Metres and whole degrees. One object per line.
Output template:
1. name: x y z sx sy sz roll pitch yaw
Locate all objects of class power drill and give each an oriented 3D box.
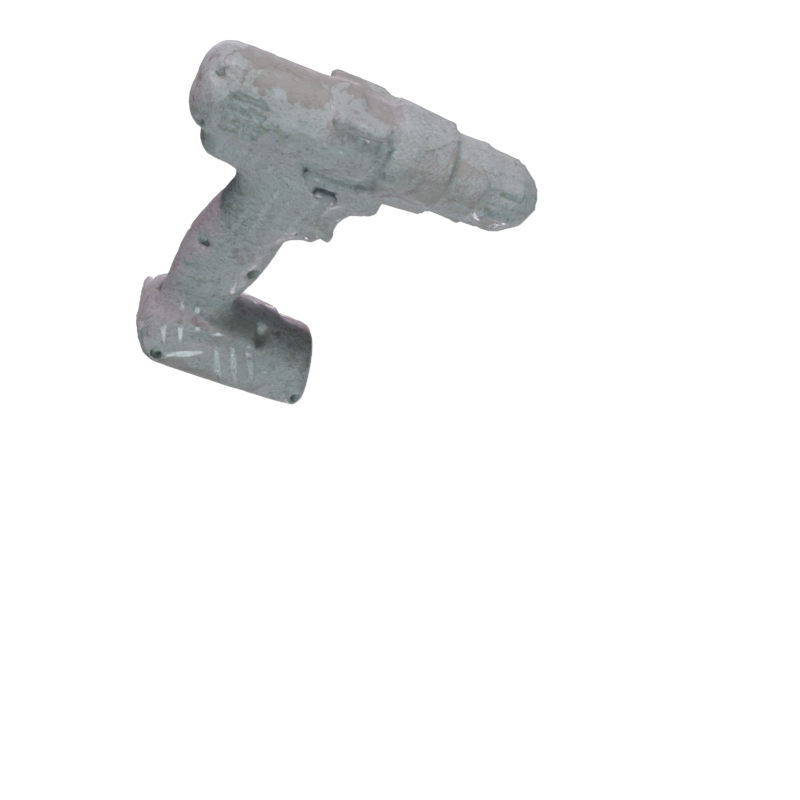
1. power drill: -0.046 -0.083 0.584 0.179 0.181 0.061 21 35 -16
